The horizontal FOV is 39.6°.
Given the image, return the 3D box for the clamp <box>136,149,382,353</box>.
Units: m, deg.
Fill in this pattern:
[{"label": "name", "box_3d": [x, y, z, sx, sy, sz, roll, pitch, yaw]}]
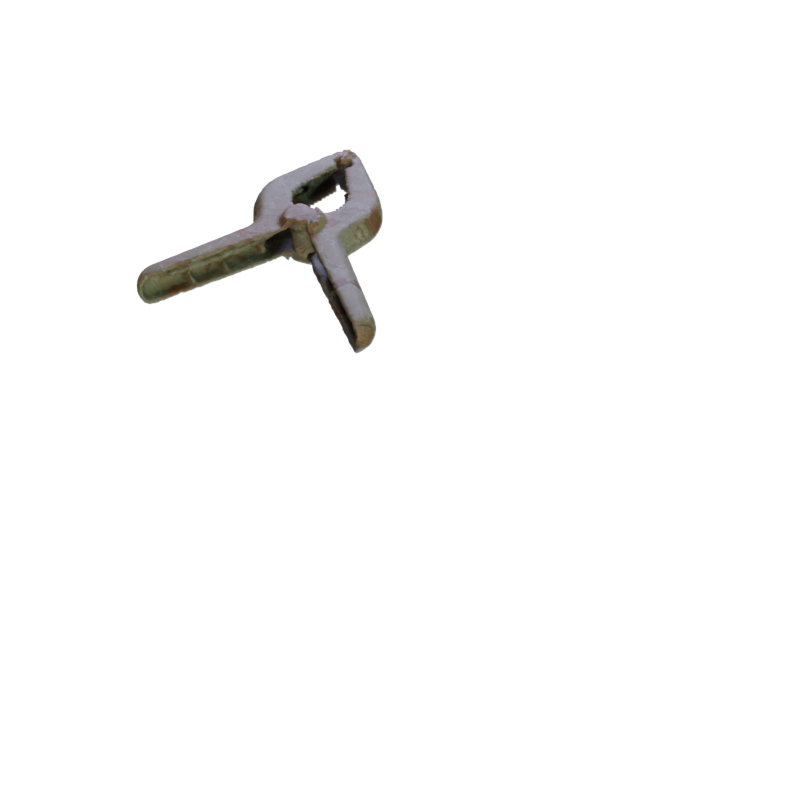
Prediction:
[{"label": "clamp", "box_3d": [-0.061, -0.111, 0.777, 0.171, 0.034, 0.216, 17, 43, 19]}]
